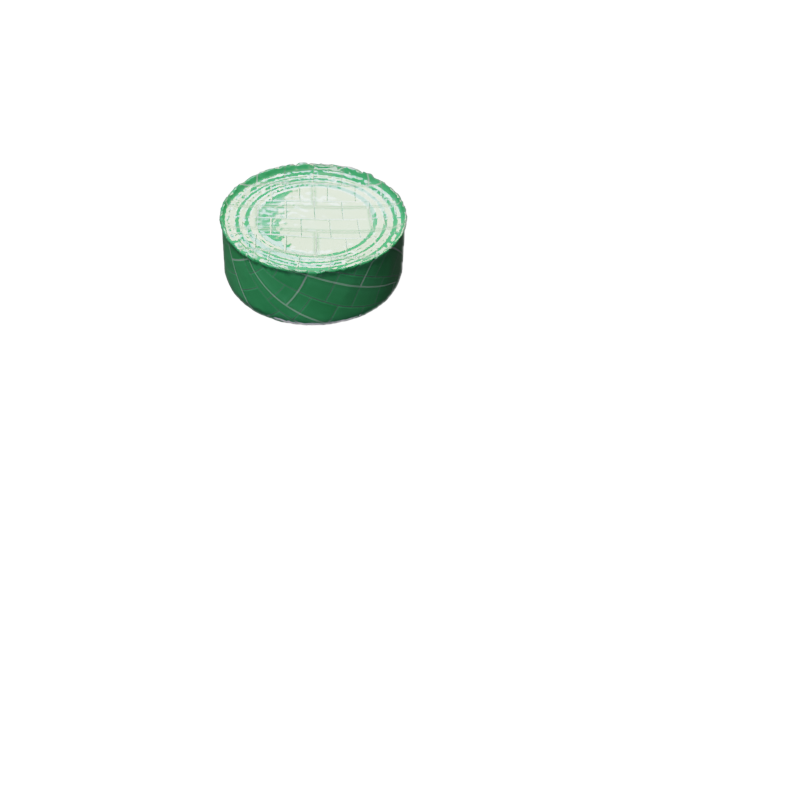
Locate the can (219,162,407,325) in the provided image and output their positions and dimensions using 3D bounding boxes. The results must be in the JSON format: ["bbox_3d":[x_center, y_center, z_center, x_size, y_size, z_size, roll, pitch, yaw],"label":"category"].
[{"bbox_3d":[-0.040,-0.074,0.517,0.086,0.031,0.092,-1,42,-2],"label":"can"}]
